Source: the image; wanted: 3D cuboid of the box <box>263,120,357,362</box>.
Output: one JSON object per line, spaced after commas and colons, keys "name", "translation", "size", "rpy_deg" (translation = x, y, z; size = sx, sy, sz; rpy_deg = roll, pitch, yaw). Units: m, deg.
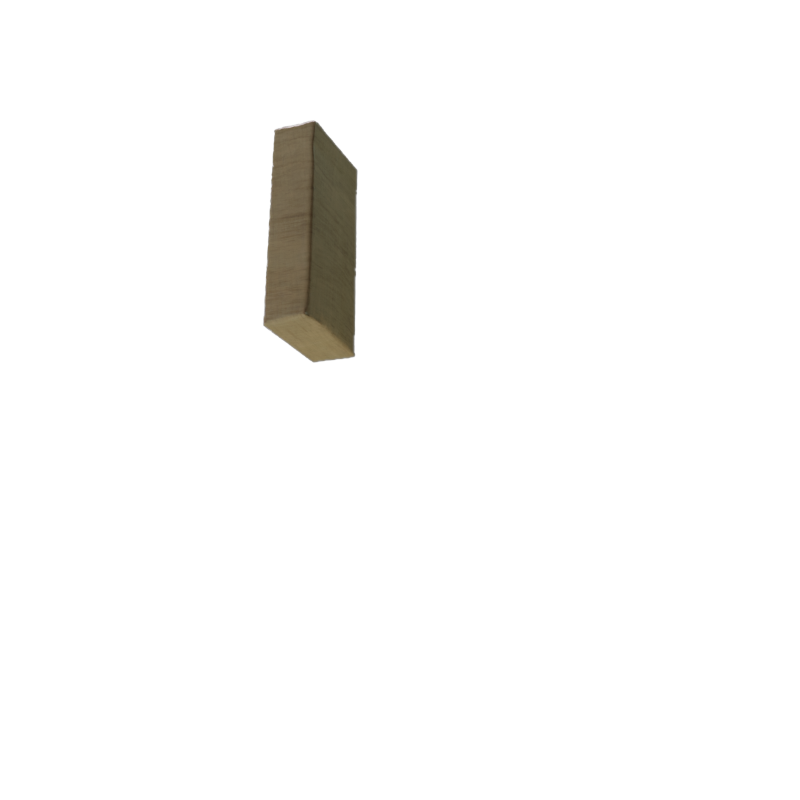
{"name": "box", "translation": [-0.071, -0.130, 0.910], "size": [0.049, 0.187, 0.087], "rpy_deg": [-12, -27, 20]}
